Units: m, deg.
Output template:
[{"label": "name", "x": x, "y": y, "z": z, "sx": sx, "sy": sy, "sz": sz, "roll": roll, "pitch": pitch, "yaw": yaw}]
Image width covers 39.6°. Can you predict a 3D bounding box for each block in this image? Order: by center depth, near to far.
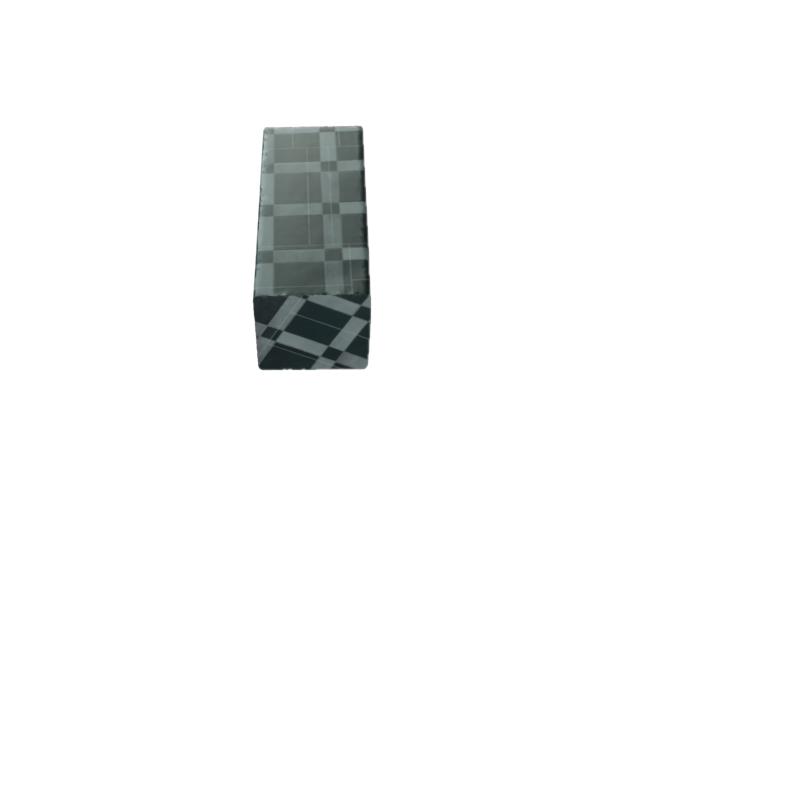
[{"label": "block", "x": -0.073, "y": -0.133, "z": 0.933, "sx": 0.090, "sy": 0.221, "sz": 0.084, "roll": -1, "pitch": -42, "yaw": -2}]
